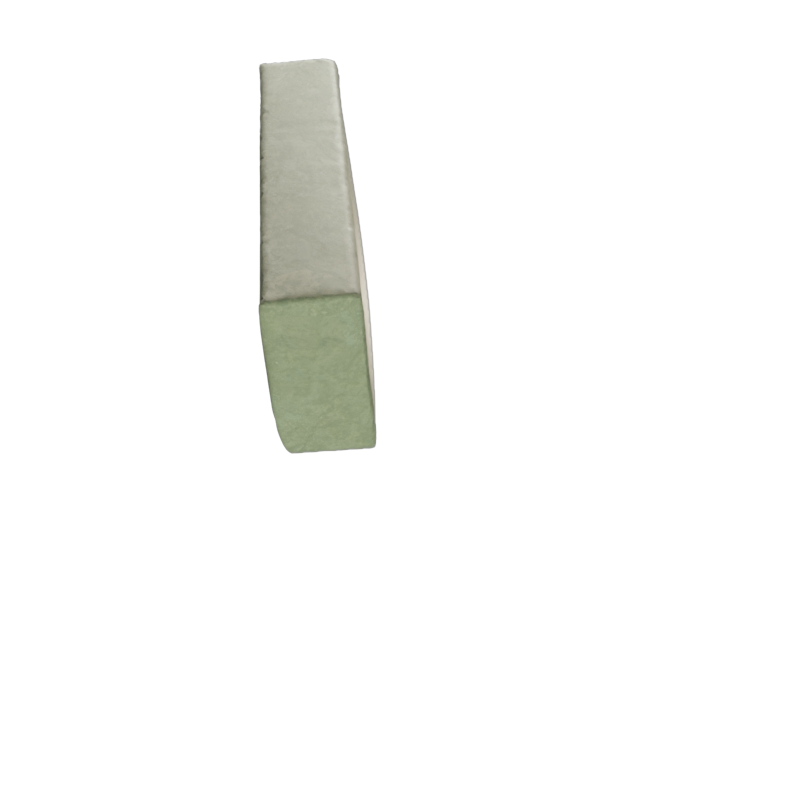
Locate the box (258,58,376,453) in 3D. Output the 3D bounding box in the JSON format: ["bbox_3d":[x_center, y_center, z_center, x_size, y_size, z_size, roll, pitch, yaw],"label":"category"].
[{"bbox_3d":[-0.040,-0.073,0.509,0.048,0.189,0.087,-4,-45,0],"label":"box"}]
